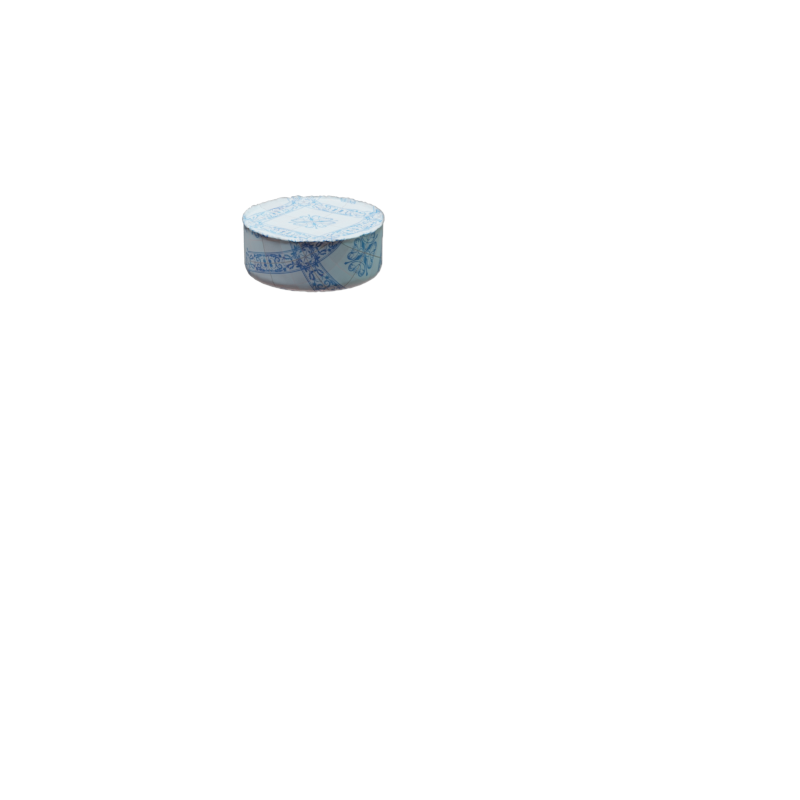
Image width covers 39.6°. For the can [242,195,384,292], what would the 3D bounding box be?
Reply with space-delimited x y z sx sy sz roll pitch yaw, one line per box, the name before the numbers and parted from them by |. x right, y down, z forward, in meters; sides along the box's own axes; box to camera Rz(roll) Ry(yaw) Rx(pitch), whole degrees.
can | -0.053 -0.096 0.671 0.086 0.032 0.090 -1 26 -2
